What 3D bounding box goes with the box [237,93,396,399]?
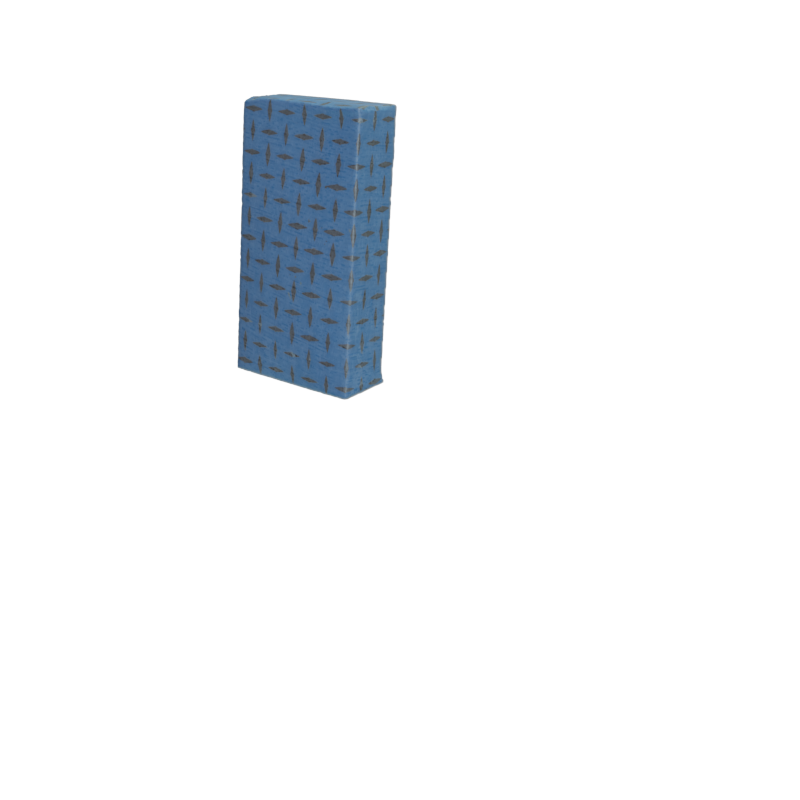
[{"bbox_3d":[-0.054,-0.098,0.686,0.098,0.171,0.047,12,17,36],"label":"box"}]
